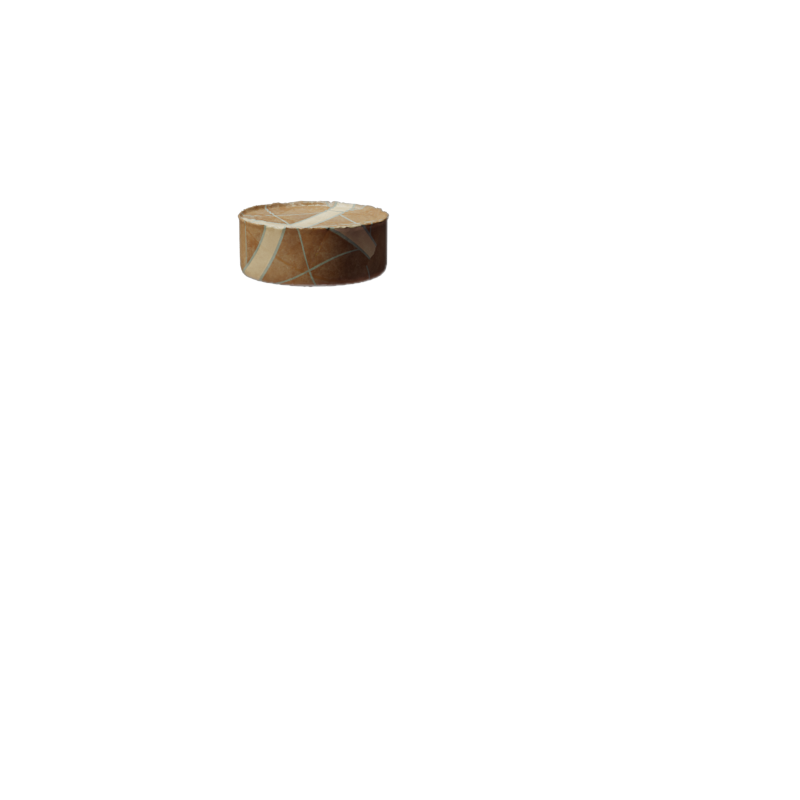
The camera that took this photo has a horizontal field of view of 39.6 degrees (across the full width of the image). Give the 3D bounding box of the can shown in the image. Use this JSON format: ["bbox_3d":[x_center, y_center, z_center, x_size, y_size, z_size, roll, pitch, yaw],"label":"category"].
[{"bbox_3d":[-0.049,-0.090,0.631,0.086,0.032,0.089,-1,18,-2],"label":"can"}]
